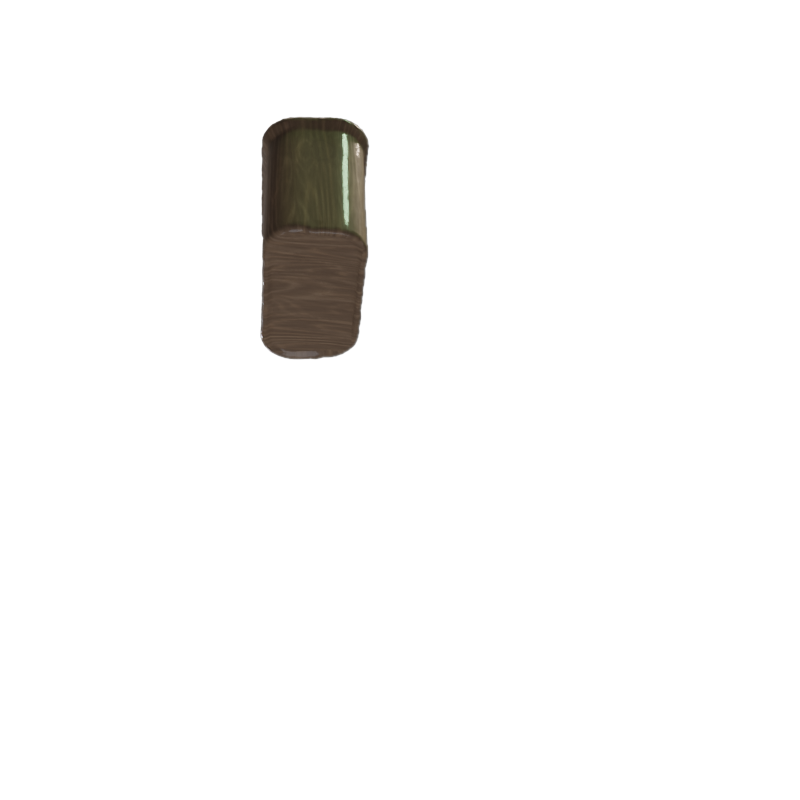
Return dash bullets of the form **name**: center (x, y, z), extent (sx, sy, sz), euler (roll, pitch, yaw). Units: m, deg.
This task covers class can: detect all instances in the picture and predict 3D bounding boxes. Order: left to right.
- **can**: center (-0.046, -0.083, 0.585), extent (0.057, 0.090, 0.095), euler (1, -42, -5)
